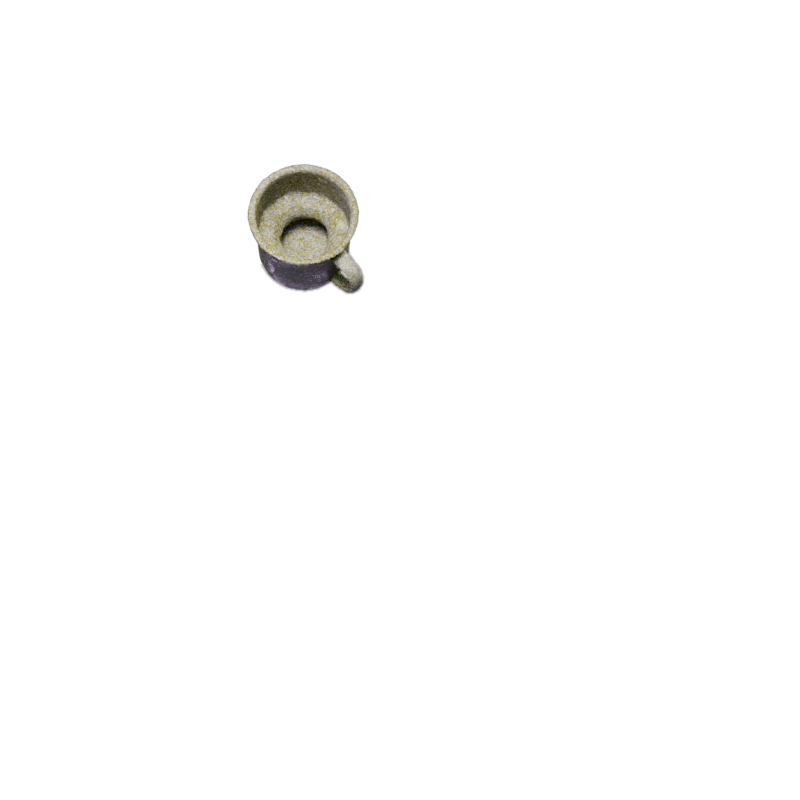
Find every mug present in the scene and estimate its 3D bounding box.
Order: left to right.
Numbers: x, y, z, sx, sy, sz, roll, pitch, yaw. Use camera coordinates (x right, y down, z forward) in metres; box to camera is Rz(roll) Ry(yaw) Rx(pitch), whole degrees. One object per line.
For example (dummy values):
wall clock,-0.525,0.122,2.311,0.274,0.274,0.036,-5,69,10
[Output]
mug,-0.075,-0.137,0.959,0.122,0.094,0.078,43,-16,14
